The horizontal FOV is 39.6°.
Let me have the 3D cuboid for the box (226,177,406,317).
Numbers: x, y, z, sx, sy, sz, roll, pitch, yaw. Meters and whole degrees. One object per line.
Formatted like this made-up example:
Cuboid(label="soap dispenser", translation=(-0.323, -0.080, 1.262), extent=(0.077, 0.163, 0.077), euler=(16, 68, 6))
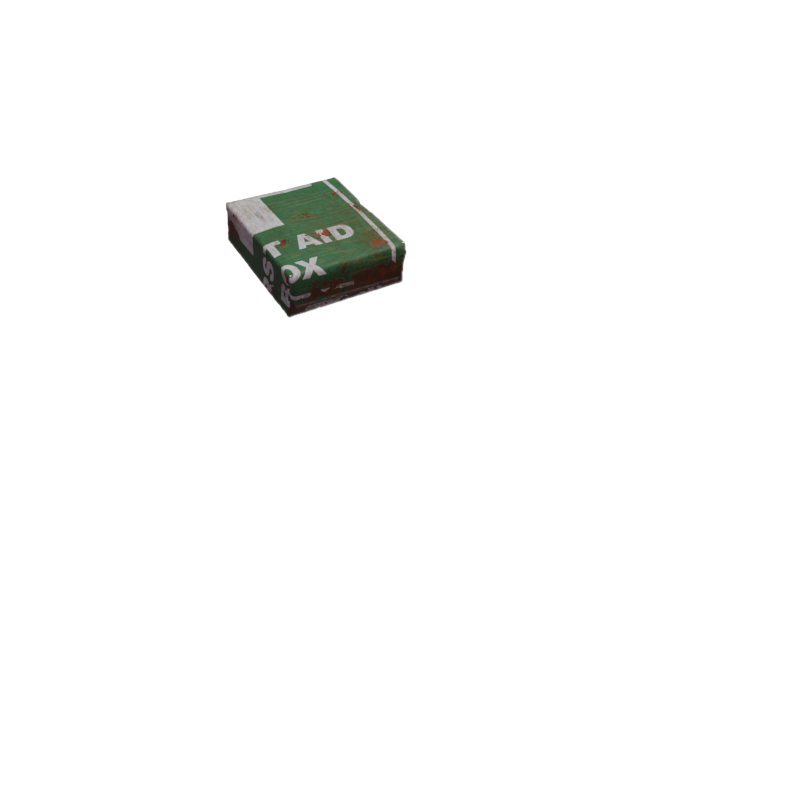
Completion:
Cuboid(label="box", translation=(-0.050, -0.091, 0.637), extent=(0.072, 0.028, 0.096), euler=(-18, 41, -22))
